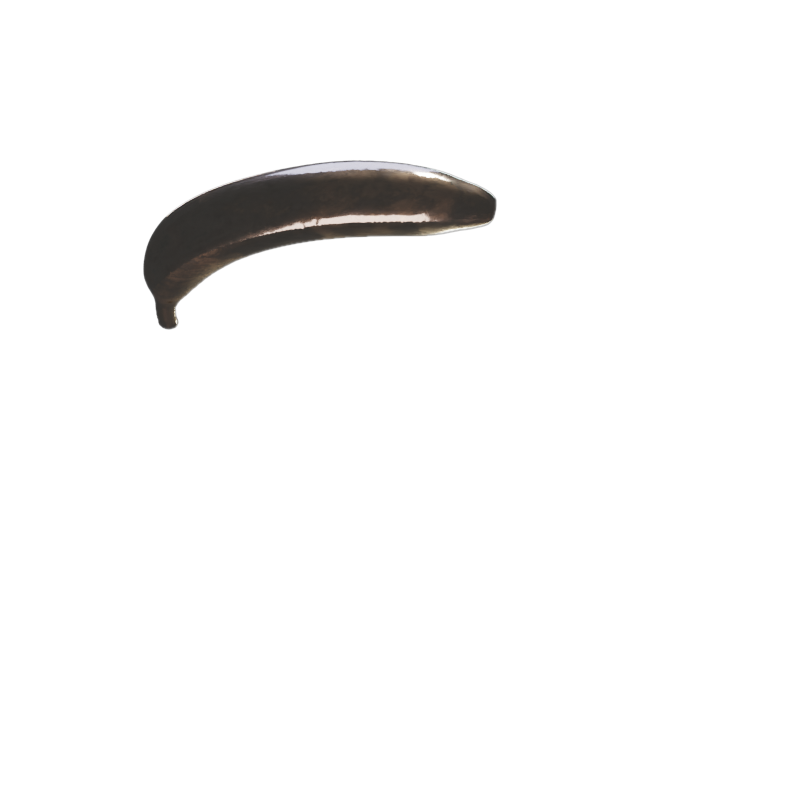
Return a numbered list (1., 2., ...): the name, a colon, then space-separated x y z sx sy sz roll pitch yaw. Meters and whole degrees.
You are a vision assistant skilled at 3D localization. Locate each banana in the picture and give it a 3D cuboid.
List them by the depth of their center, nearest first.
1. banana: -0.055 -0.085 0.544 0.200 0.039 0.064 -13 -30 25
